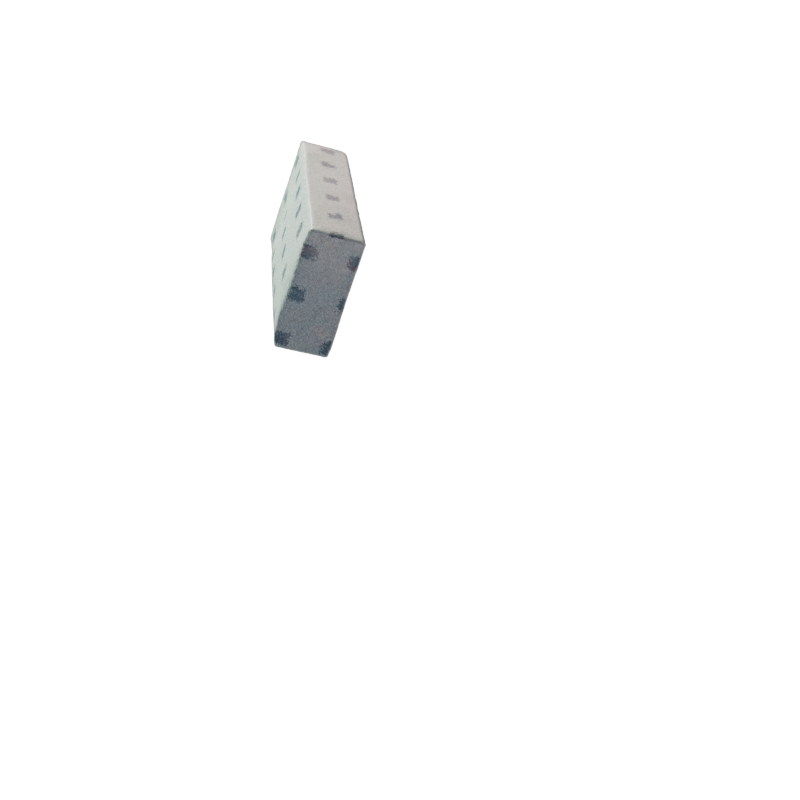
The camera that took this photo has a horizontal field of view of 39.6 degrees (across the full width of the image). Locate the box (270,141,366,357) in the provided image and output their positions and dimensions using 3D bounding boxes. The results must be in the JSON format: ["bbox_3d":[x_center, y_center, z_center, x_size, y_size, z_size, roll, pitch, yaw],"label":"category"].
[{"bbox_3d":[-0.063,-0.116,0.815,0.047,0.090,0.187,15,28,-13],"label":"box"}]
